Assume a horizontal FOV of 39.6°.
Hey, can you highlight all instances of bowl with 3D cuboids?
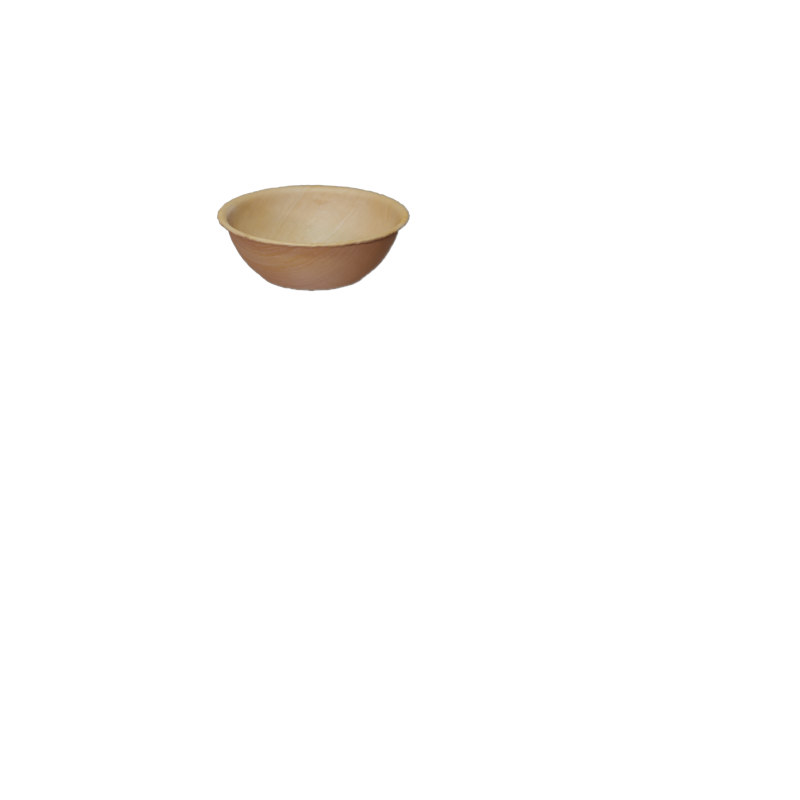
[{"bbox_3d":[-0.073,-0.134,0.939,0.162,0.052,0.171,-1,25,-2],"label":"bowl"}]
